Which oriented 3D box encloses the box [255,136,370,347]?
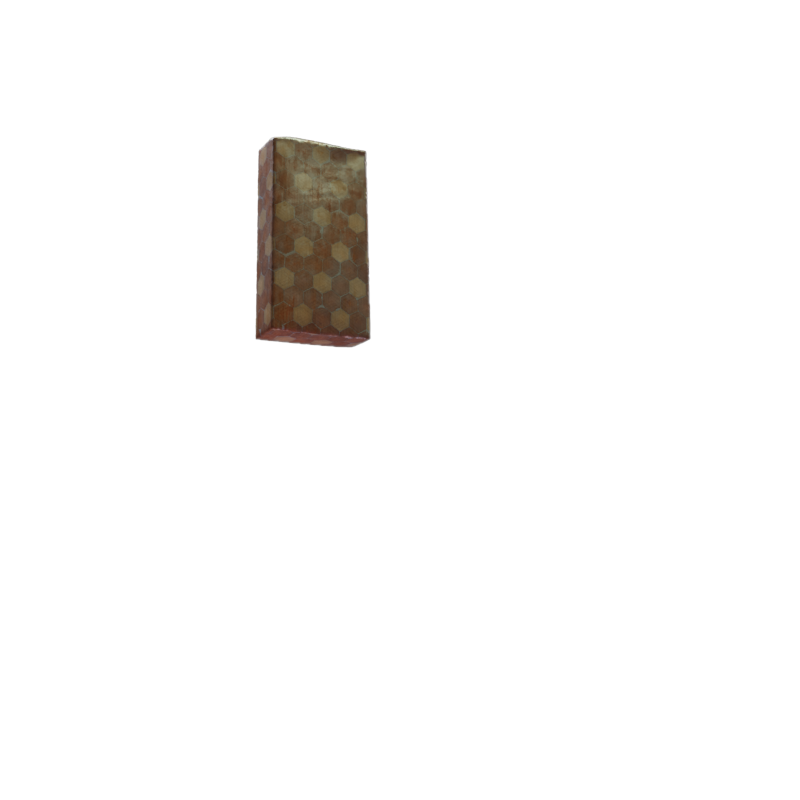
[{"bbox_3d":[-0.075,-0.137,0.959,0.090,0.184,0.048,6,-18,-24],"label":"box"}]
